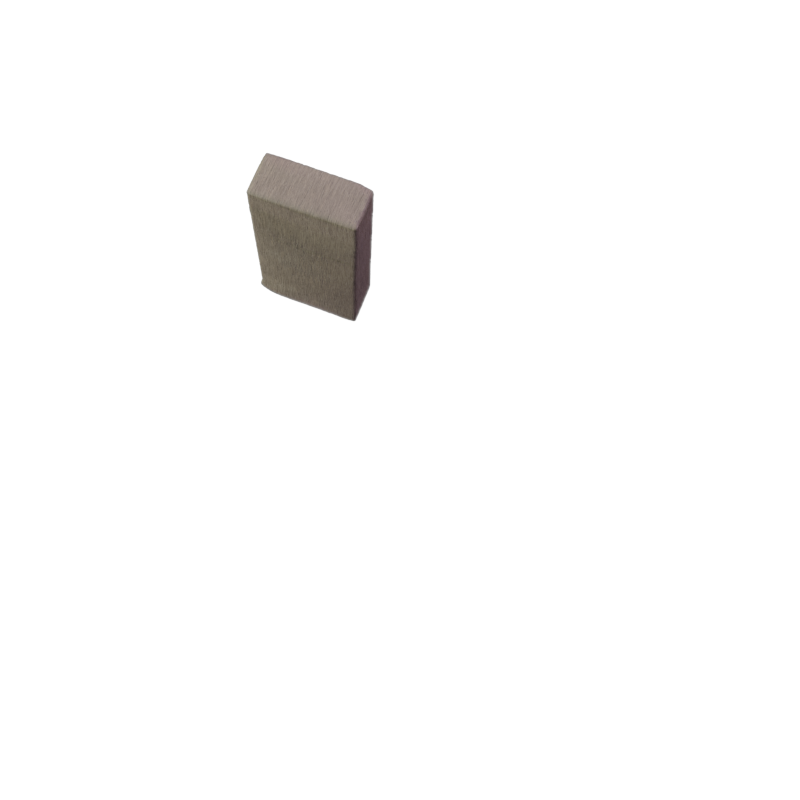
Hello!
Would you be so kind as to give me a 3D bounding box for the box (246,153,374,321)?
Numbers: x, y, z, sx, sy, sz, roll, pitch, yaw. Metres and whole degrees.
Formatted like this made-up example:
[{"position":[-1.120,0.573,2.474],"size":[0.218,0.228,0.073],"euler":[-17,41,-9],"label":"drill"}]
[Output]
[{"position":[-0.071,-0.131,0.913],"size":[0.095,0.050,0.167],"euler":[22,-22,6],"label":"box"}]
